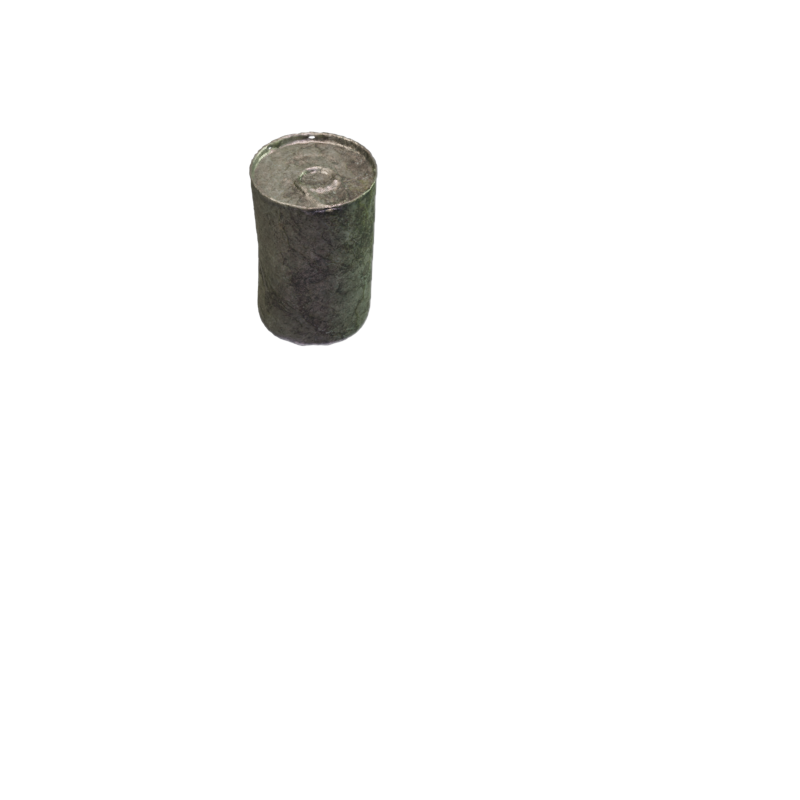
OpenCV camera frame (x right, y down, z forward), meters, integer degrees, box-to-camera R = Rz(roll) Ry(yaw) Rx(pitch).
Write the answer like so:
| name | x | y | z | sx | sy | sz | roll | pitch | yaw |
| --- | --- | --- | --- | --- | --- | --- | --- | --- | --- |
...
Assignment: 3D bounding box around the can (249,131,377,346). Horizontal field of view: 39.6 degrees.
| name | x | y | z | sx | sy | sz | roll | pitch | yaw |
| --- | --- | --- | --- | --- | --- | --- | --- | --- | --- |
| can | -0.048 | -0.088 | 0.616 | 0.068 | 0.095 | 0.074 | 0 | 44 | -3 |
